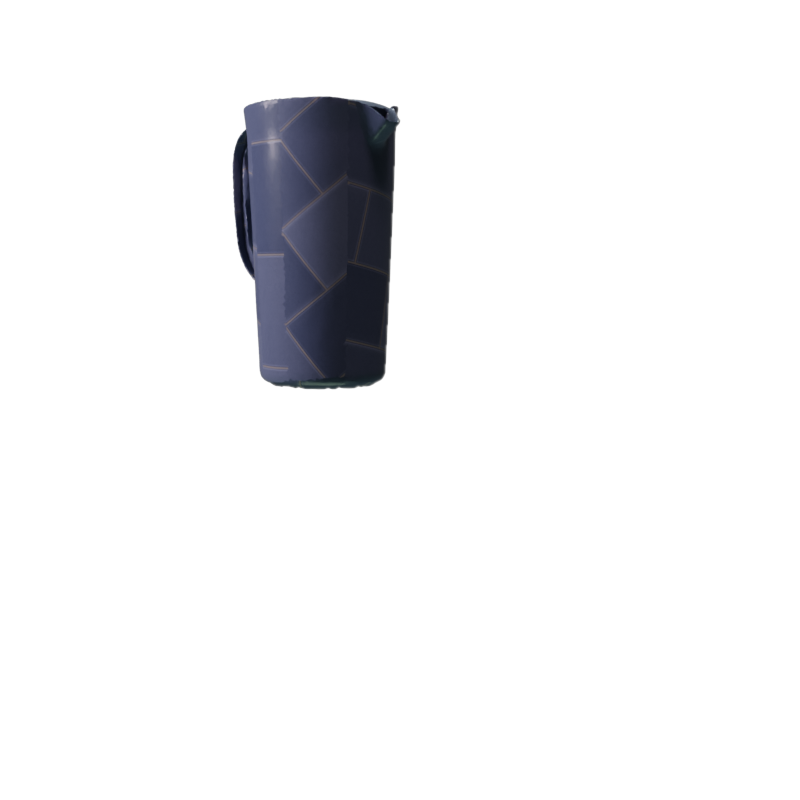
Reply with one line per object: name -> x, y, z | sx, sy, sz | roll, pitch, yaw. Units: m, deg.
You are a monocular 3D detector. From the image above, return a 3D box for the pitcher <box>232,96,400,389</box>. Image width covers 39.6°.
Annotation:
pitcher -> -0.075, -0.137, 0.957 | 0.144, 0.243, 0.150 | 0, 1, -4
